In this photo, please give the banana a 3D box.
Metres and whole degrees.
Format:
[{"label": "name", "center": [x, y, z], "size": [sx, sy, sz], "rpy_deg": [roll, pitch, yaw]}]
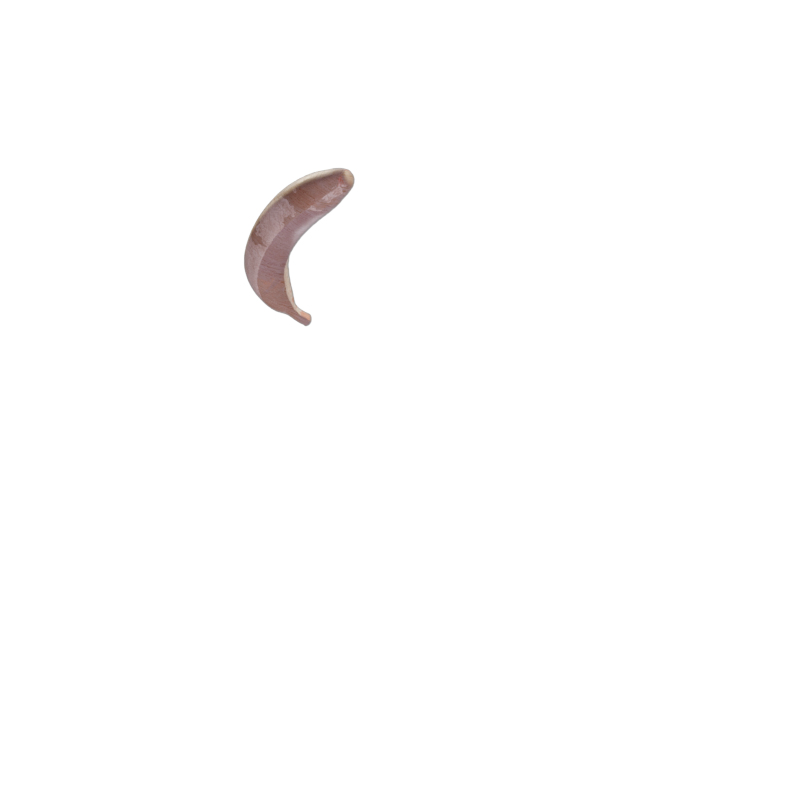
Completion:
[{"label": "banana", "center": [-0.090, -0.129, 0.903], "size": [0.068, 0.039, 0.188], "rpy_deg": [7, -32, -12]}]
